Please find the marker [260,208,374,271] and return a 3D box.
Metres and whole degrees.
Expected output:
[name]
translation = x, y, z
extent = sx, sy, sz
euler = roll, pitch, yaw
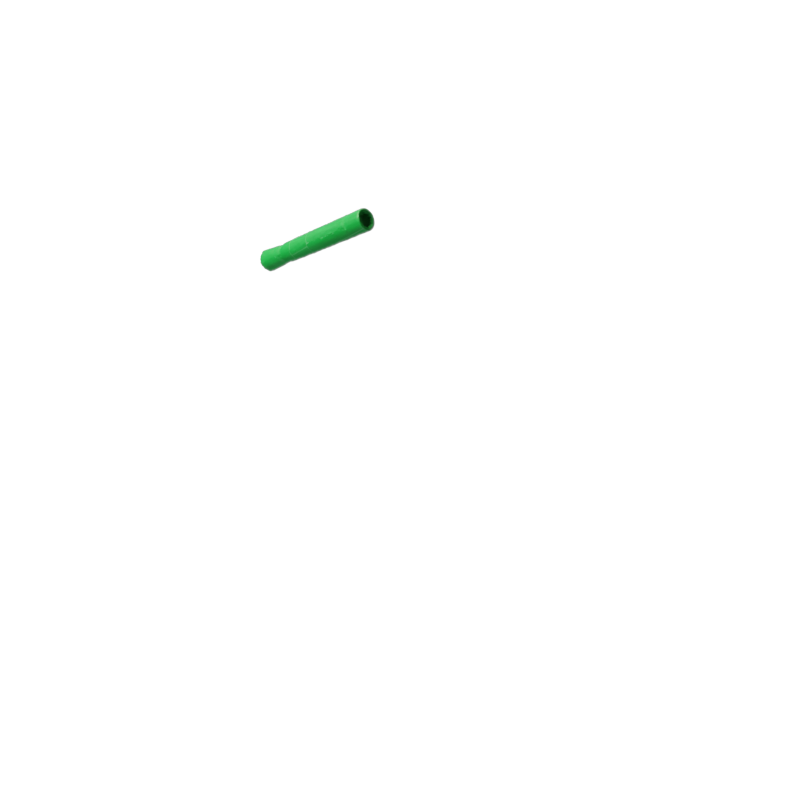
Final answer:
[marker]
translation = -0.070, -0.128, 0.894
extent = 0.122, 0.020, 0.019
euler = -15, -7, 42
